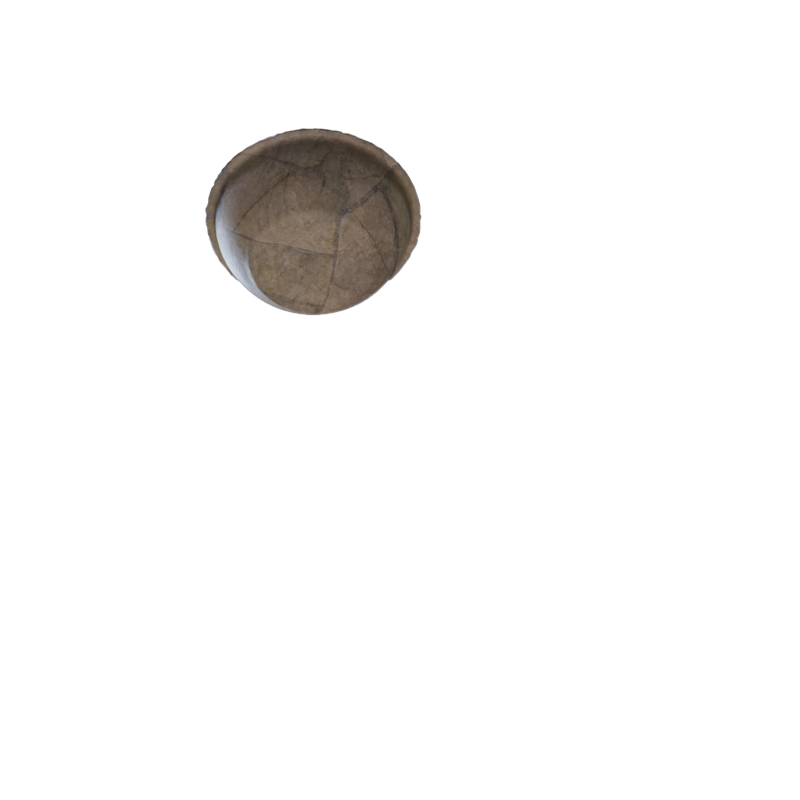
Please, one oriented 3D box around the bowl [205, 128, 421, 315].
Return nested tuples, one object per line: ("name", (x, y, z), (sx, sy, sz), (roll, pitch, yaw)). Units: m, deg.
("bowl", (-0.063, -0.116, 0.811), (0.162, 0.151, 0.059), (1, 39, -1))
